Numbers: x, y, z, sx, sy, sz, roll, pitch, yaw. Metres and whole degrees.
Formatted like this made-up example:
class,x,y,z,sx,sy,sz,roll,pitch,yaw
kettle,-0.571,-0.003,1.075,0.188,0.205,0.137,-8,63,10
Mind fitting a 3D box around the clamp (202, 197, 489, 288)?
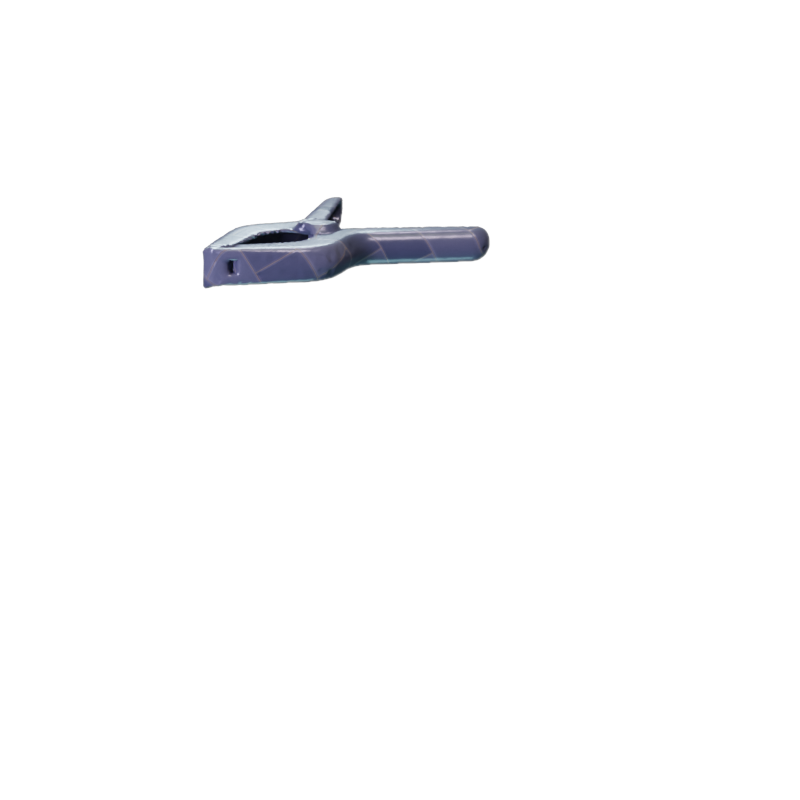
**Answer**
class,x,y,z,sx,sy,sz,roll,pitch,yaw
clamp,-0.063,-0.115,0.809,0.205,0.035,0.175,-16,25,-36
